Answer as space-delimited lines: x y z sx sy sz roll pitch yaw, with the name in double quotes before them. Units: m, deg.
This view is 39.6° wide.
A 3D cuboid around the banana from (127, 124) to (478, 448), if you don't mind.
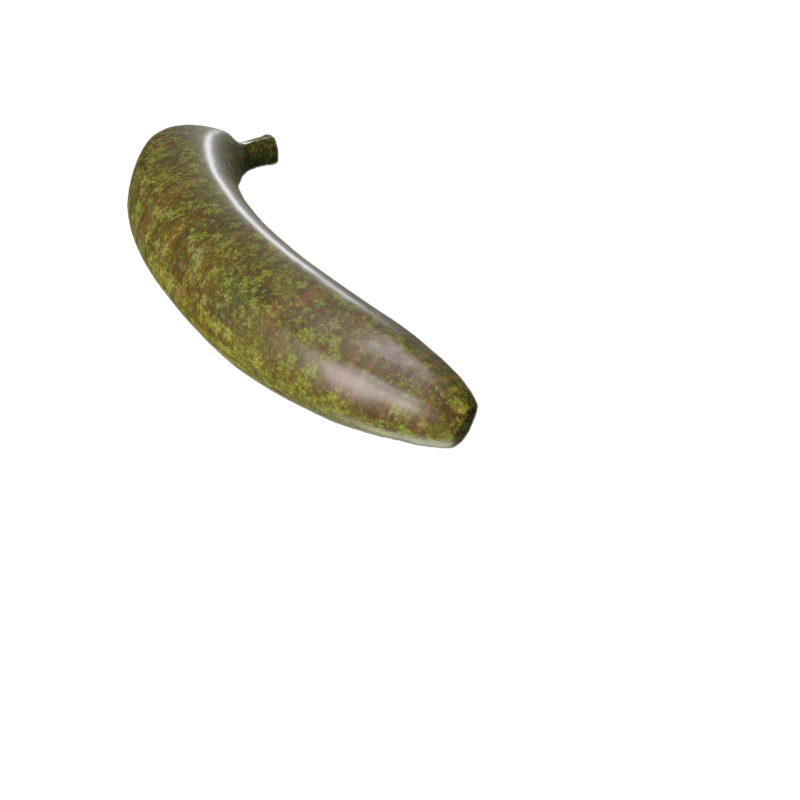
"banana" -0.046 -0.048 0.346 0.069 0.034 0.214 -11 36 -16
